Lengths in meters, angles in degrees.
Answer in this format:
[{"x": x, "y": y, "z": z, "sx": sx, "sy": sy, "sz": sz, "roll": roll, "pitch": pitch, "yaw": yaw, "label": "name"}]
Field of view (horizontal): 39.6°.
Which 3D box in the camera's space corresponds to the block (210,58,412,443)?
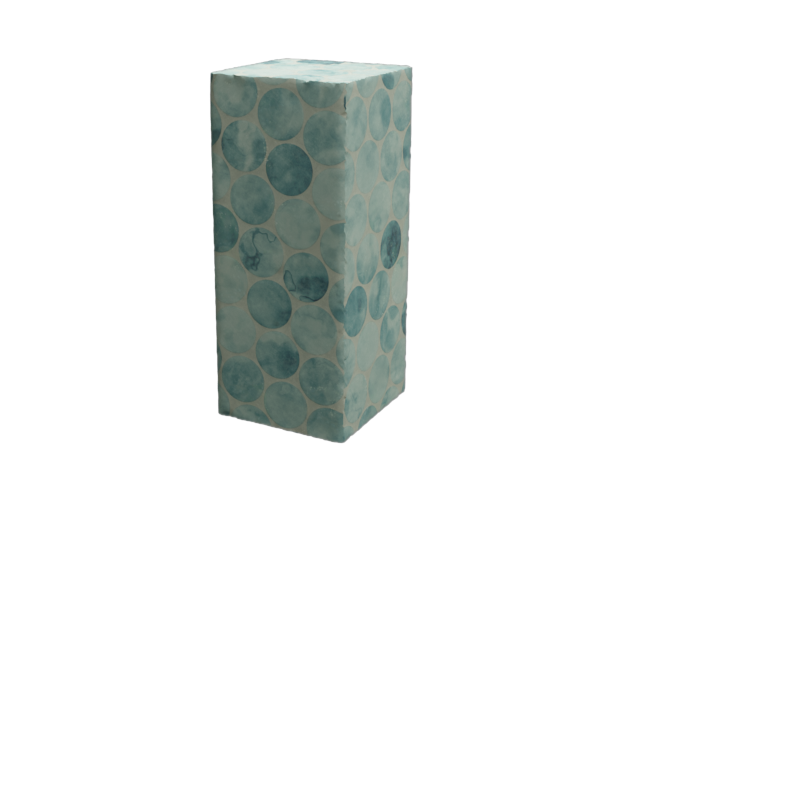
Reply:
[{"x": -0.052, "y": -0.095, "z": 0.662, "sx": 0.094, "sy": 0.198, "sz": 0.091, "roll": 9, "pitch": 20, "yaw": 24, "label": "block"}]
